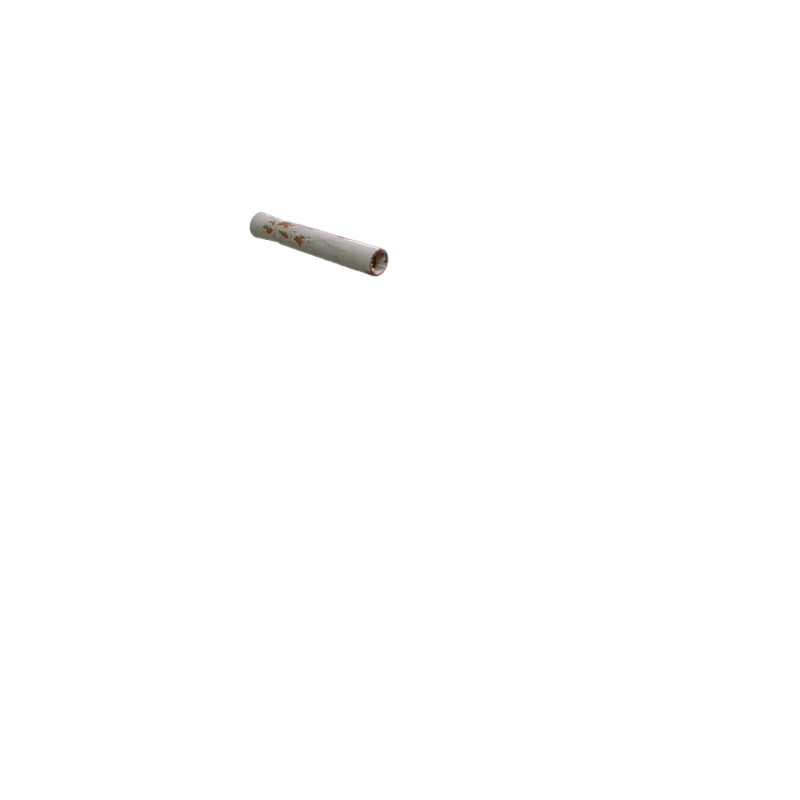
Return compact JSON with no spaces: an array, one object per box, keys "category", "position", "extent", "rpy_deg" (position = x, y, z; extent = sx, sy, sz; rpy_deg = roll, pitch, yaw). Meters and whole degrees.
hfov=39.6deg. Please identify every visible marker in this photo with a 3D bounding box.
[{"category":"marker","position":[-0.058,-0.106,0.744],"extent":[0.128,0.019,0.019],"rpy_deg":[23,18,40]}]
